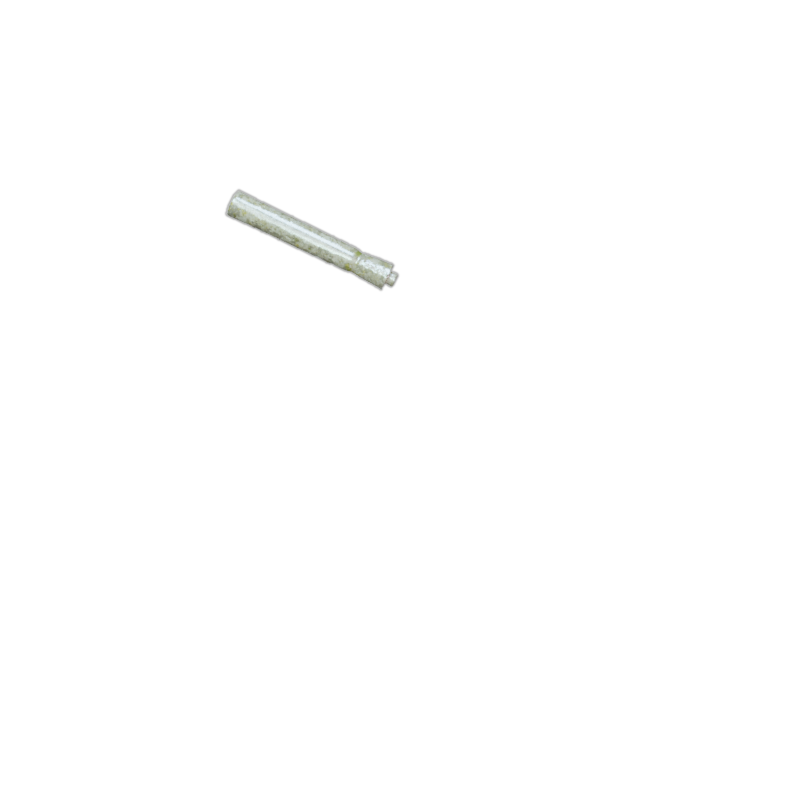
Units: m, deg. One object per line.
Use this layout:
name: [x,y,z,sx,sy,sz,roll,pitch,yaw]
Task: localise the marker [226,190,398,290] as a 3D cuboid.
marker: [-0.058,-0.105,0.736,0.122,0.020,0.020,26,5,5]
